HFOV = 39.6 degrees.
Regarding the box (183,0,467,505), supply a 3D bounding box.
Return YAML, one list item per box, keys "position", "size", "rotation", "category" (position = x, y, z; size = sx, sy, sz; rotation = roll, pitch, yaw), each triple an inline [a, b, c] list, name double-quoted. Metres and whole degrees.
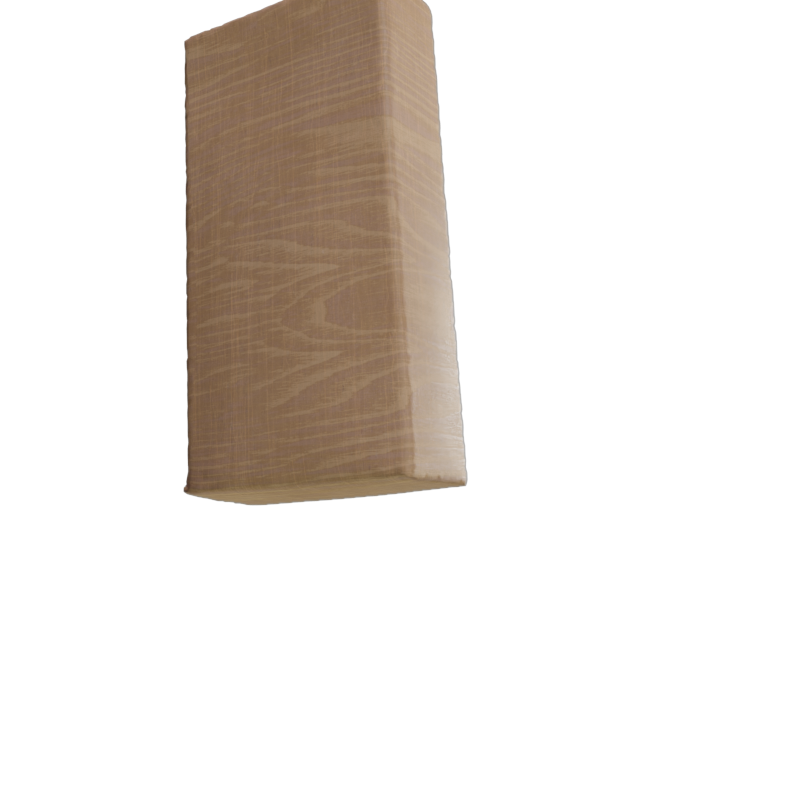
- position: [-0.030, -0.056, 0.393]
  size: [0.095, 0.184, 0.045]
  rotation: [-12, -21, 31]
  category: "box"
